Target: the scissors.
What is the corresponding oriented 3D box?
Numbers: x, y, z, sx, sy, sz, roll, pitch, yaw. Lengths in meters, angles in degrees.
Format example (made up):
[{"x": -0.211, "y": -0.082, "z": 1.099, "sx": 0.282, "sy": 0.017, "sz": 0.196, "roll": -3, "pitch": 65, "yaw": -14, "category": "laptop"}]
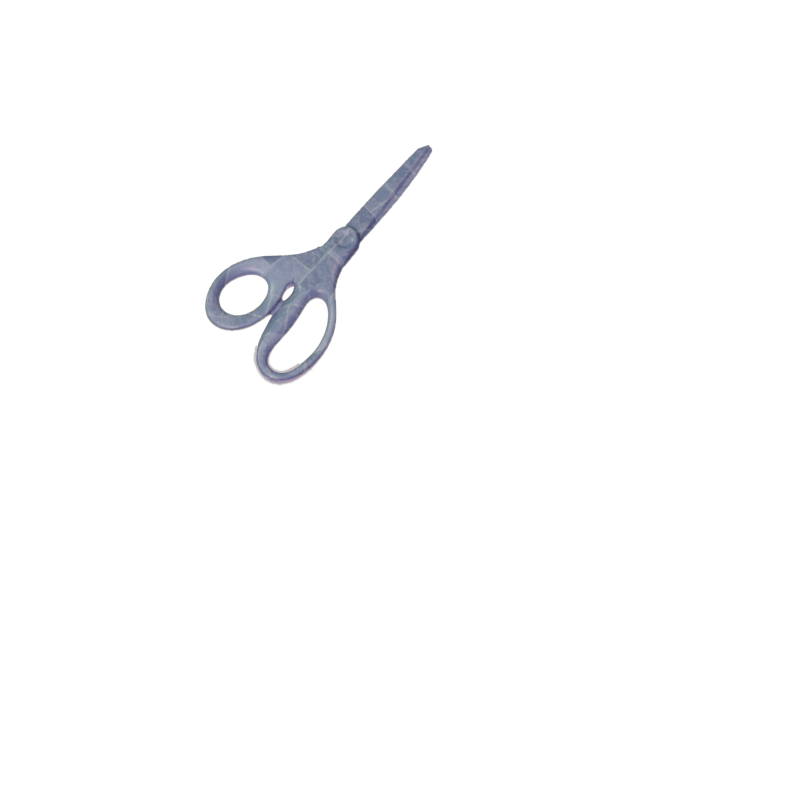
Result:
[{"x": -0.058, "y": -0.106, "z": 0.743, "sx": 0.098, "sy": 0.209, "sz": 0.015, "roll": 19, "pitch": -24, "yaw": 9, "category": "scissors"}]
